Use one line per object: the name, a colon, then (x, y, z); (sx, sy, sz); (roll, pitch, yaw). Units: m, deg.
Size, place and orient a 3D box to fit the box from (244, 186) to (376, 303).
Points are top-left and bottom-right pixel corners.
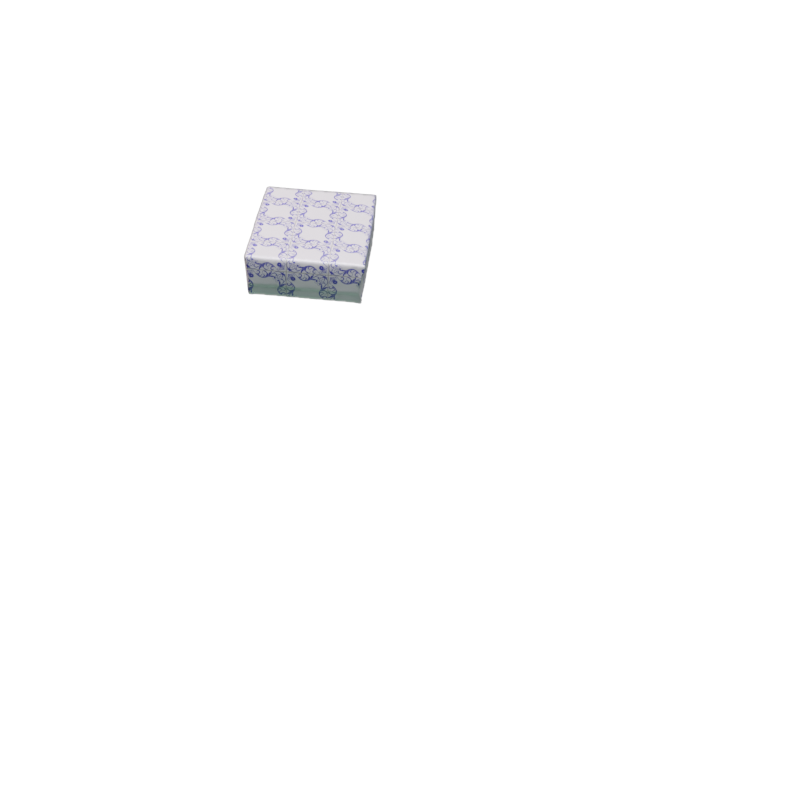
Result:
box: (-0.067, -0.122, 0.856); (0.090, 0.036, 0.121); (3, 38, 3)
